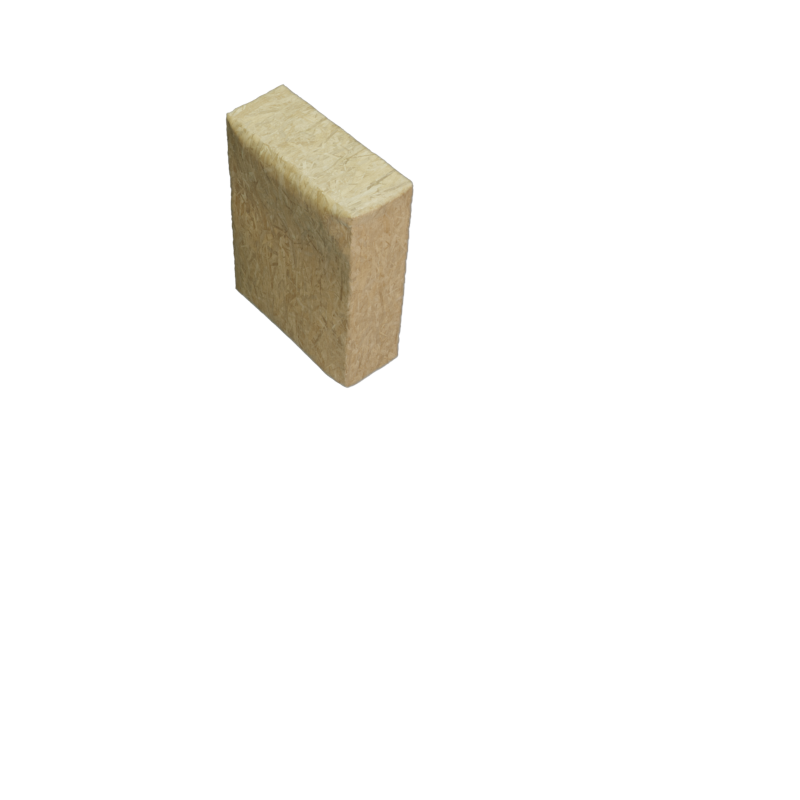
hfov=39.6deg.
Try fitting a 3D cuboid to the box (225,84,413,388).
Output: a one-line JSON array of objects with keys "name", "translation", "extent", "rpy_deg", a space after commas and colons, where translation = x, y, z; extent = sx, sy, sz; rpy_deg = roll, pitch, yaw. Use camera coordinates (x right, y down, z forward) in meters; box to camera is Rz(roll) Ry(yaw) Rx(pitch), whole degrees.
[{"name": "box", "translation": [-0.074, -0.135, 0.948], "extent": [0.072, 0.199, 0.175], "rpy_deg": [-32, 58, -27]}]
